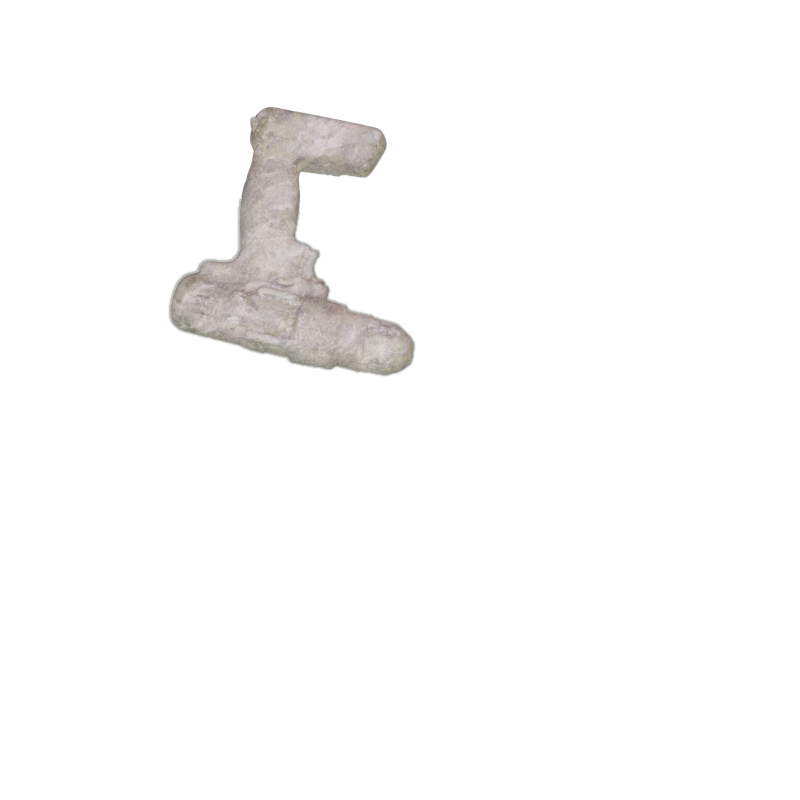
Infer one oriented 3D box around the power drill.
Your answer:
[{"bbox_3d":[-0.066,-0.120,0.842,0.186,0.194,0.055,13,-16,3],"label":"power drill"}]
